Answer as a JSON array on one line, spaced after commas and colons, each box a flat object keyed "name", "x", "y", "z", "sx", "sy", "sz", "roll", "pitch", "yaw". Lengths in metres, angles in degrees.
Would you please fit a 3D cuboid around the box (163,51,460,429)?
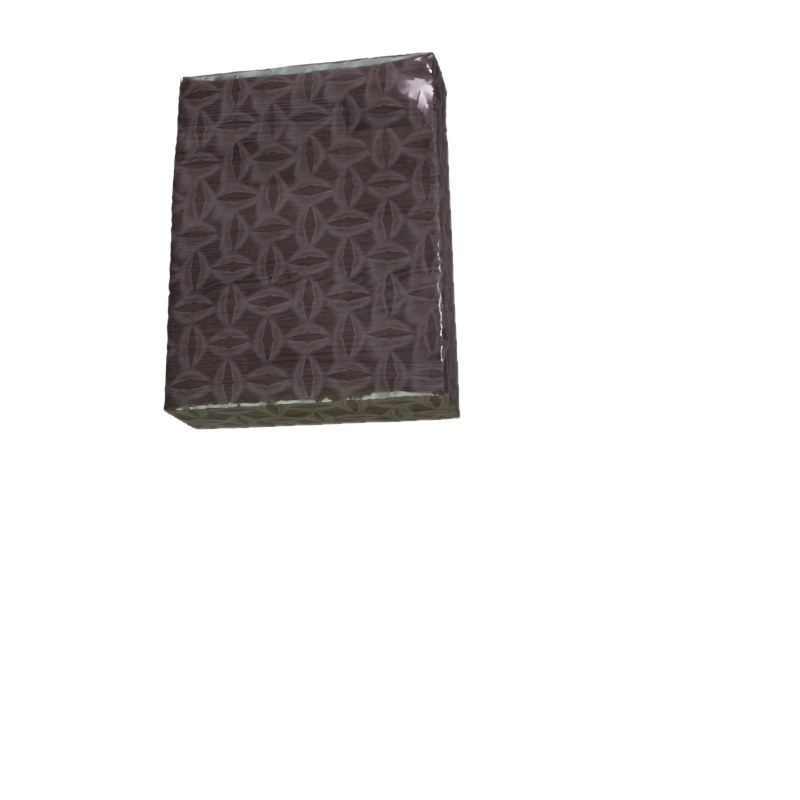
[{"name": "box", "x": -0.052, "y": -0.095, "z": 0.667, "sx": 0.166, "sy": 0.223, "sz": 0.068, "roll": -4, "pitch": -18, "yaw": 10}]
